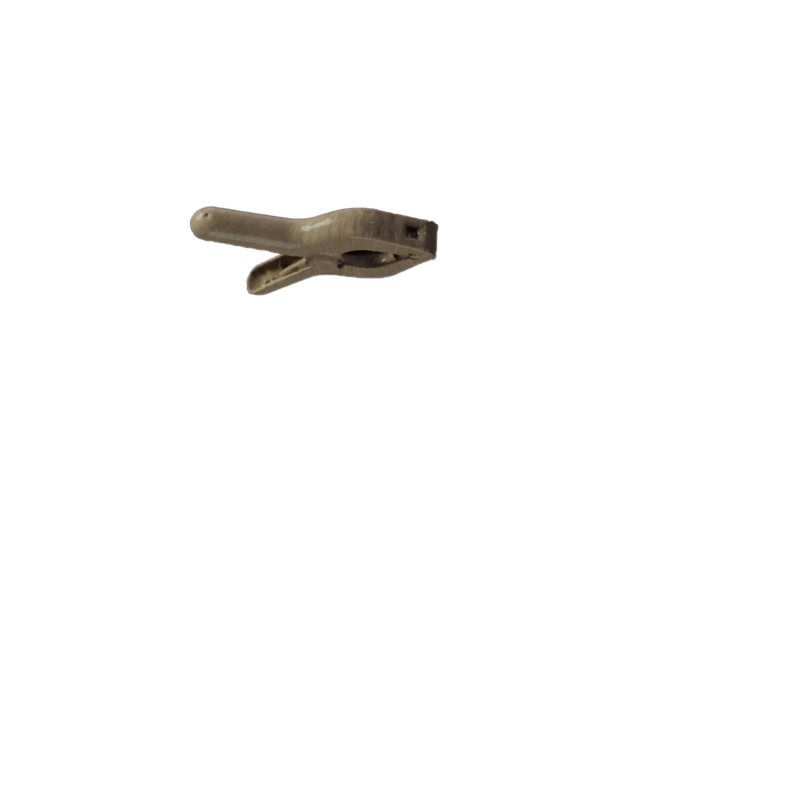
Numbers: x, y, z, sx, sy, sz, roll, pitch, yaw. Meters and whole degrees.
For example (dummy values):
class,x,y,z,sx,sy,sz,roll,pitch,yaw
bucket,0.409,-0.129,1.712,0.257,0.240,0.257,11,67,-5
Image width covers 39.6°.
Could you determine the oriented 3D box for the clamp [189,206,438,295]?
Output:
class,x,y,z,sx,sy,sz,roll,pitch,yaw
clamp,-0.062,-0.113,0.793,0.175,0.041,0.113,-7,-16,25
